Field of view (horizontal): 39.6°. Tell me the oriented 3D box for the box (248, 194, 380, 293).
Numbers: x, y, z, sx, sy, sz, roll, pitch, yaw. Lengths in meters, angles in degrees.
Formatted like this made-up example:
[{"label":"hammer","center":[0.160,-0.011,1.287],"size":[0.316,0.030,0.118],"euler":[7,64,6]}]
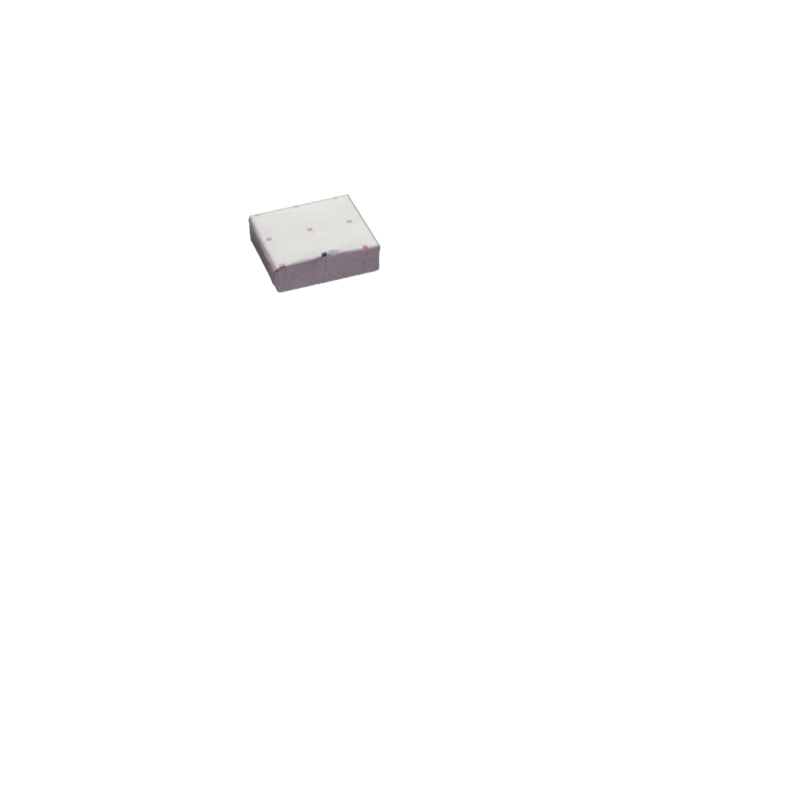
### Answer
[{"label":"box","center":[-0.070,-0.127,0.893],"size":[0.088,0.028,0.079],"euler":[-14,45,-15]}]
